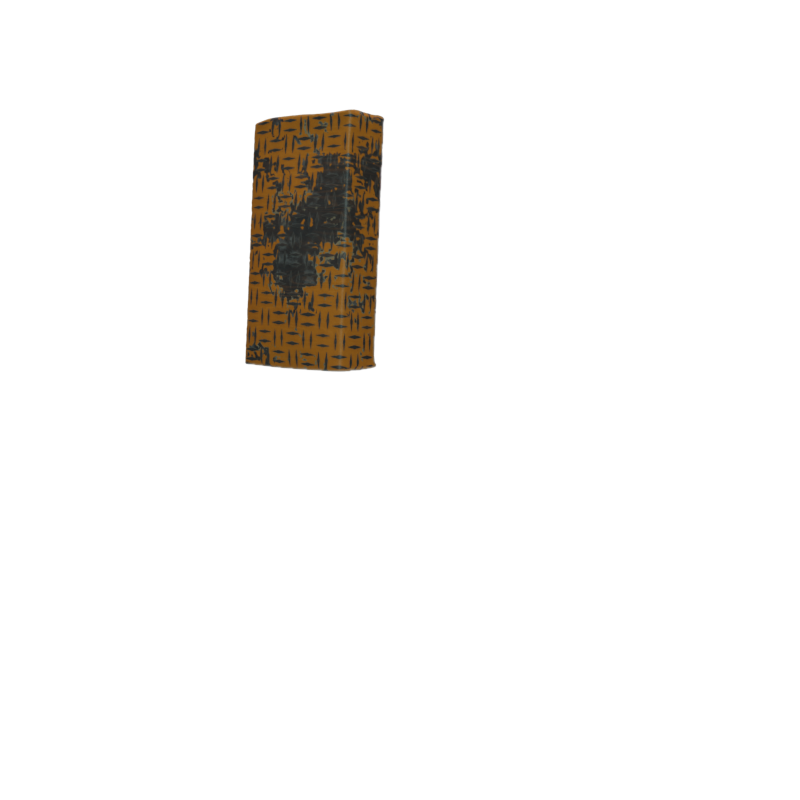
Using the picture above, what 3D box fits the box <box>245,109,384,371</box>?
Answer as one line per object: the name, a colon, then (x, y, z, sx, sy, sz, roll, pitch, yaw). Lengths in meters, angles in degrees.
box: (-0.061, -0.111, 0.776, 0.097, 0.177, 0.046, 0, -1, 39)
